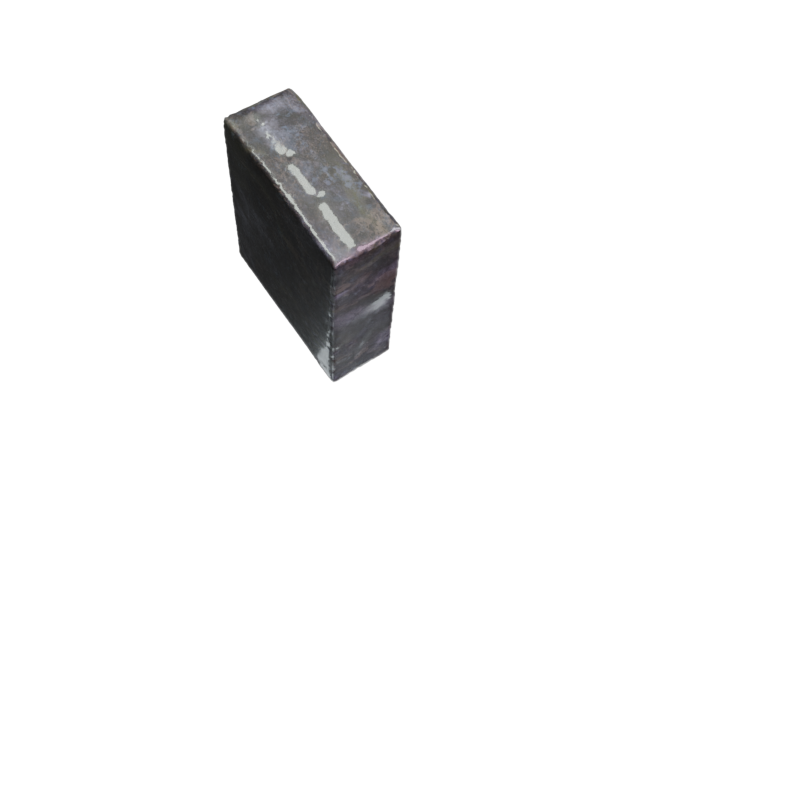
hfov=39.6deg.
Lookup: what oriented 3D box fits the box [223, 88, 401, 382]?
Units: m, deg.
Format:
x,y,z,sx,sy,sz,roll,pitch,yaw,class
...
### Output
x,y,z,sx,sy,sz,roll,pitch,yaw,class
-0.073,-0.134,0.936,0.072,0.174,0.202,-29,-21,-16,box
